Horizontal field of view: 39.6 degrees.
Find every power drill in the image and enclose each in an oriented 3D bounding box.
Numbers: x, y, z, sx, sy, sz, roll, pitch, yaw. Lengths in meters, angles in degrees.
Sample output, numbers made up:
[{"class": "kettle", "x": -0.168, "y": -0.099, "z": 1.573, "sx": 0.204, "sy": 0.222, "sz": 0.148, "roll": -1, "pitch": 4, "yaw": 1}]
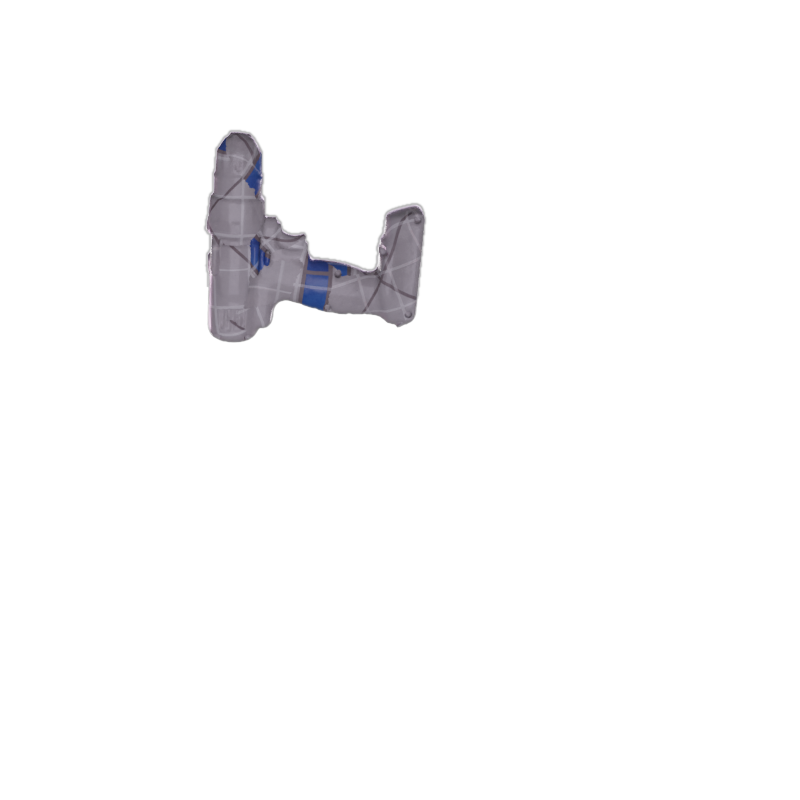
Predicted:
[{"class": "power drill", "x": -0.076, "y": -0.138, "z": 0.966, "sx": 0.187, "sy": 0.178, "sz": 0.059, "roll": 4, "pitch": 15, "yaw": -1}]
